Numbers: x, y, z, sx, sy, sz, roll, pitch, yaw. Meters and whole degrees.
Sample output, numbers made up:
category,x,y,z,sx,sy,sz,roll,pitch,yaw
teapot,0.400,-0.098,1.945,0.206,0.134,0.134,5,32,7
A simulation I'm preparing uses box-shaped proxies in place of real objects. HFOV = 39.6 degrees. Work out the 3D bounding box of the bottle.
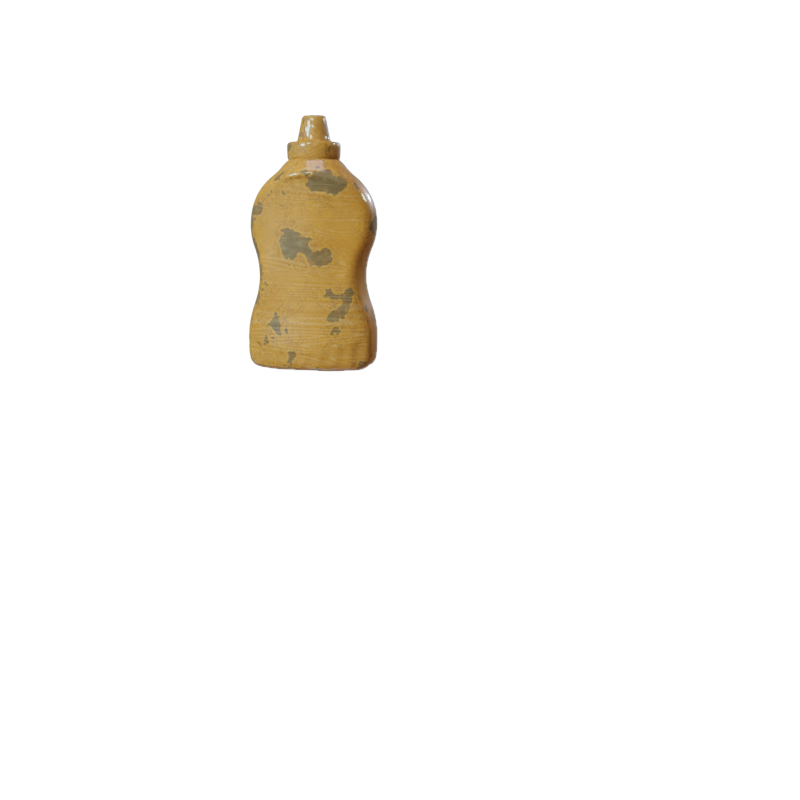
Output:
category,x,y,z,sx,sy,sz,roll,pitch,yaw
bottle,-0.066,-0.121,0.847,0.098,0.191,0.057,1,3,15
